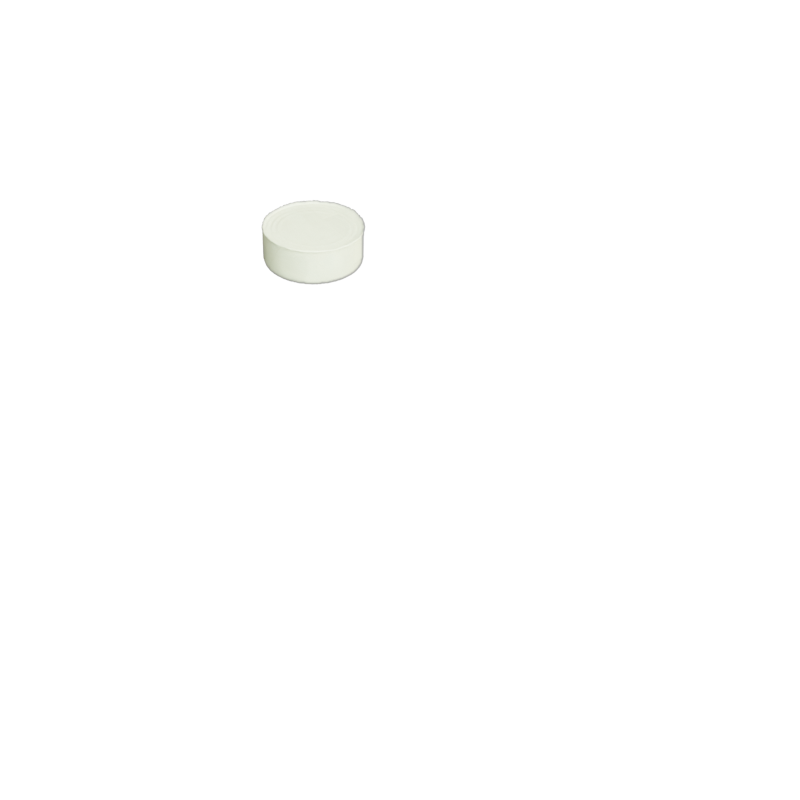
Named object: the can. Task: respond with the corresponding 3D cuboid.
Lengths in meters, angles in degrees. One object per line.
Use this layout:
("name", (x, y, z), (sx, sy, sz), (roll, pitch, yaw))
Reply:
("can", (-0.073, -0.132, 0.927), (0.086, 0.031, 0.092), (-1, 36, -2))
